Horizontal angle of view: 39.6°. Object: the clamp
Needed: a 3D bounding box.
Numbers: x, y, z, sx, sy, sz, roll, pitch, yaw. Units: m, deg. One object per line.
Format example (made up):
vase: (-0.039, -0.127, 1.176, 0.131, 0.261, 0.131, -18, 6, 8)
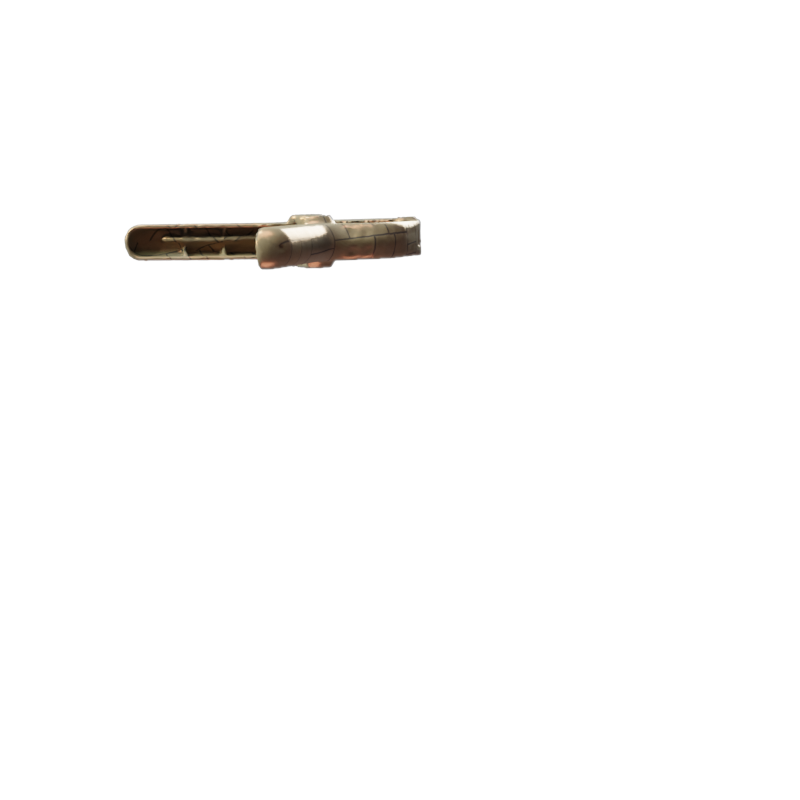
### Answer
clamp: (-0.058, -0.107, 0.747, 0.204, 0.036, 0.172, -7, 13, -33)
